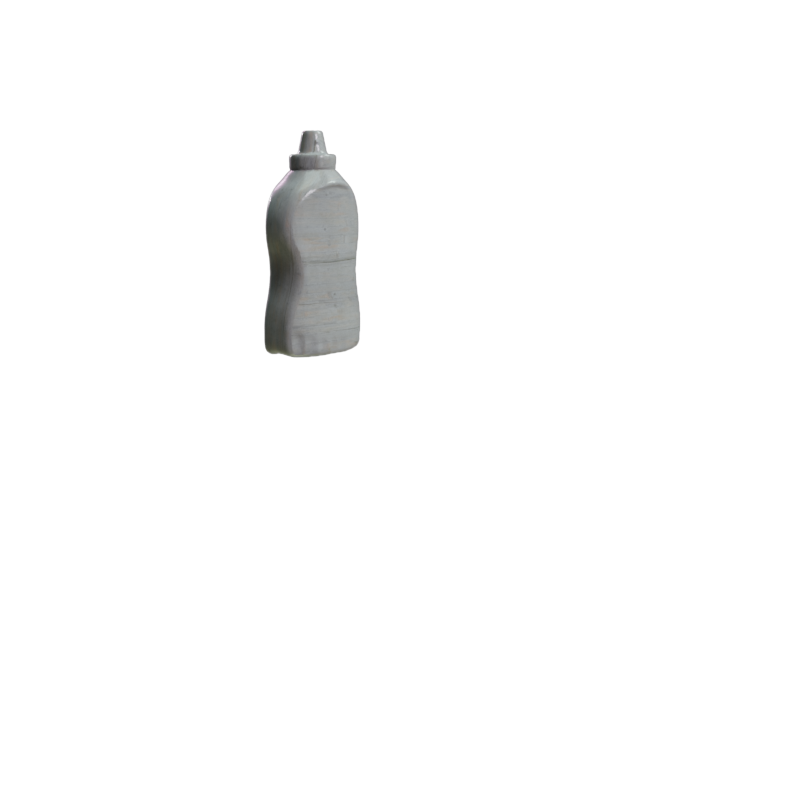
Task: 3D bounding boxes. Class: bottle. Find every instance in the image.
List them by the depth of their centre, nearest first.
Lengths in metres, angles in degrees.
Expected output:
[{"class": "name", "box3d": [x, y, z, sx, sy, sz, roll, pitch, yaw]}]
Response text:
[{"class": "bottle", "box3d": [-0.076, -0.137, 0.963, 0.061, 0.190, 0.093, 4, 6, 41]}]
